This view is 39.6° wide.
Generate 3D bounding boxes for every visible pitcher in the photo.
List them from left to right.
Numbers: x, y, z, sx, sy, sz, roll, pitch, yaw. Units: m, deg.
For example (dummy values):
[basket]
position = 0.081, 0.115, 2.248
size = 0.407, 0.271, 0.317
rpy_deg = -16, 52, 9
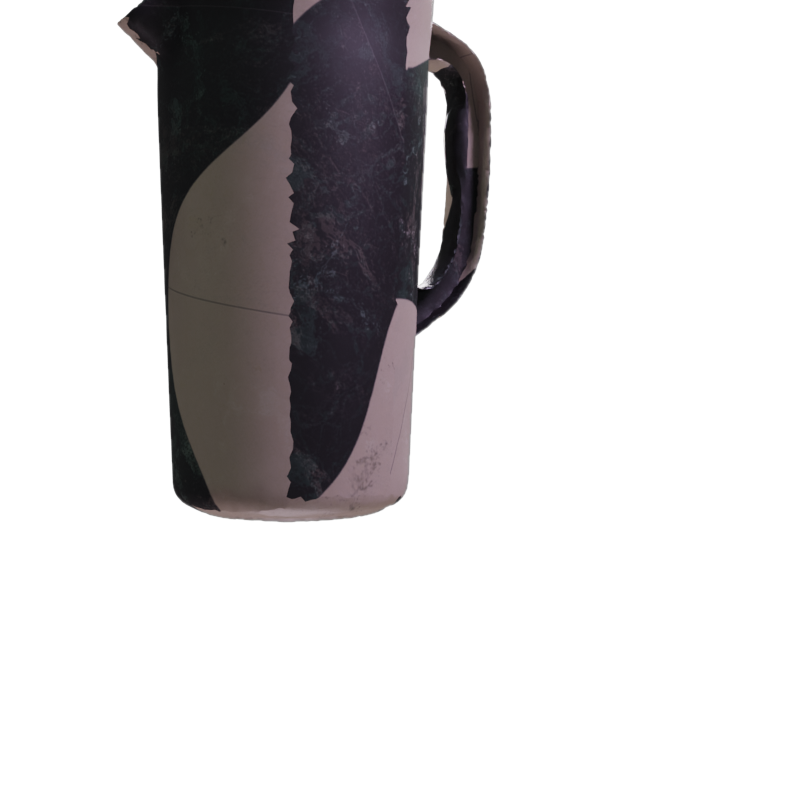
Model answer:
[pitcher]
position = -0.041, -0.074, 0.521
size = 0.152, 0.245, 0.141
rpy_deg = -1, -2, 17
